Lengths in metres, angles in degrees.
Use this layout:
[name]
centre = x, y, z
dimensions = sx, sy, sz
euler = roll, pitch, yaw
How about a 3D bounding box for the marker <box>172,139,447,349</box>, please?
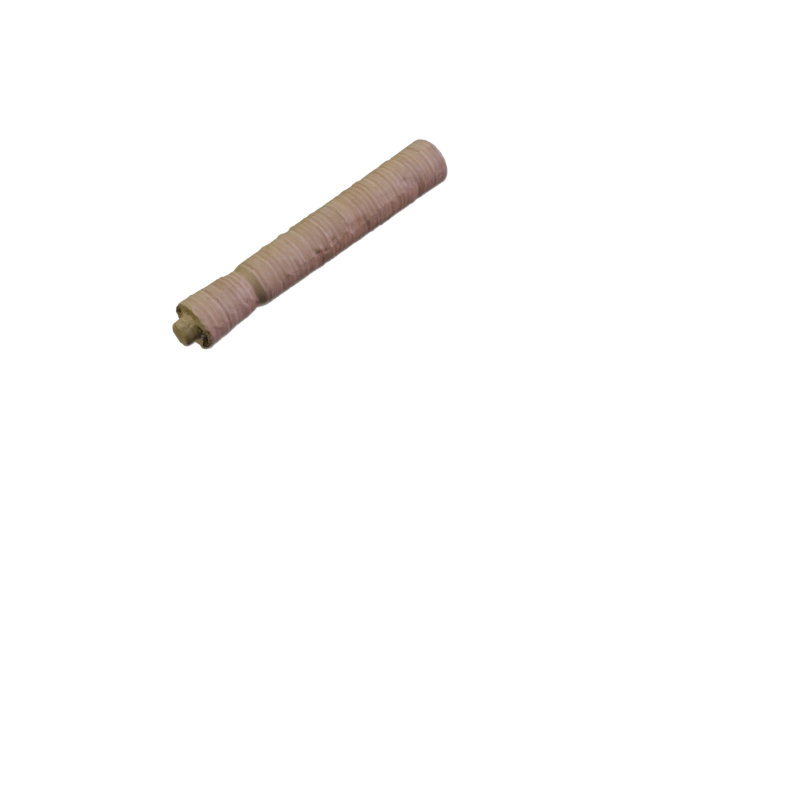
[marker]
centre = -0.031, -0.056, 0.395
dimensions = 0.122, 0.019, 0.020
euler = -39, 23, -25
